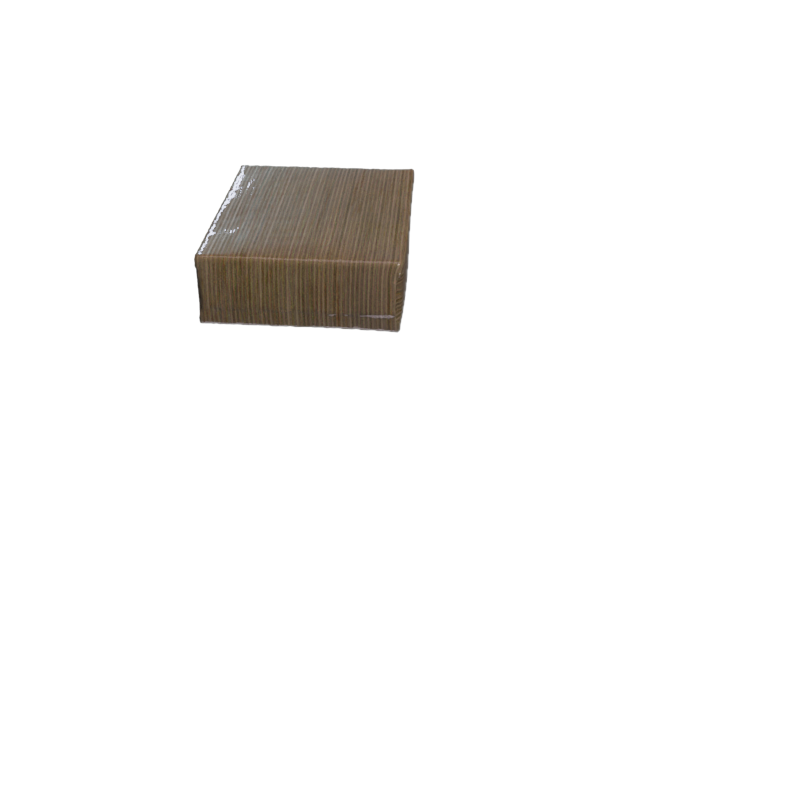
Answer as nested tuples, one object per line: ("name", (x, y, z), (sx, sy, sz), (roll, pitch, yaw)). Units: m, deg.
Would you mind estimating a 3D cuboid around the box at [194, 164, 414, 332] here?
("box", (-0.041, -0.074, 0.520), (0.090, 0.037, 0.119), (2, 29, 4))
